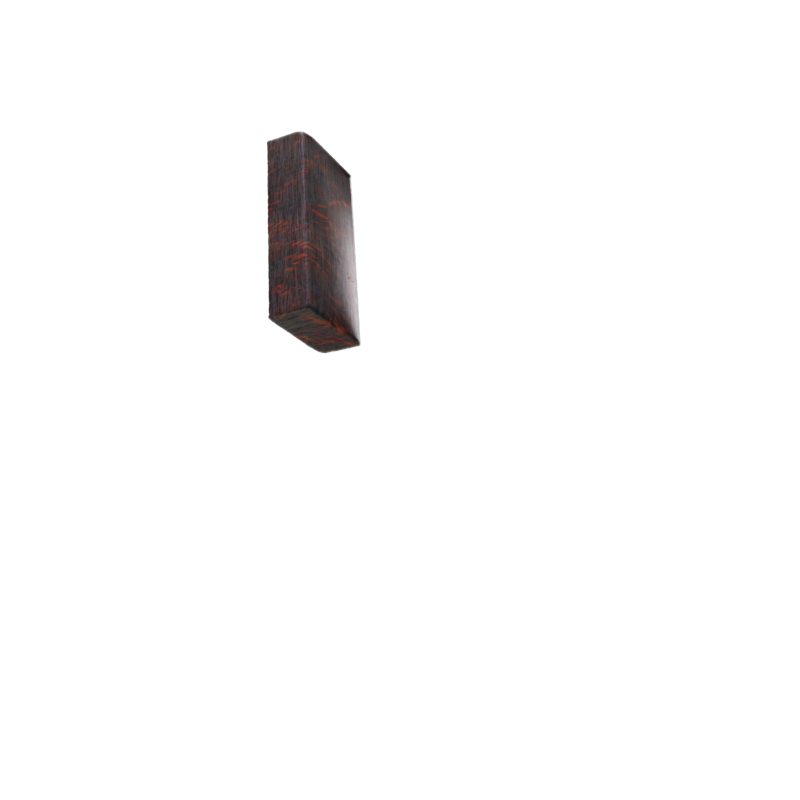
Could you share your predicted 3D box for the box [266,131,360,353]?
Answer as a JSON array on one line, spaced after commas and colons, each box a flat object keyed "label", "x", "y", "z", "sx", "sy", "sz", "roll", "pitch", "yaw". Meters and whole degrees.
[{"label": "box", "x": -0.075, "y": -0.138, "z": 0.965, "sx": 0.049, "sy": 0.187, "sz": 0.087, "roll": -15, "pitch": -28, "yaw": 24}]
